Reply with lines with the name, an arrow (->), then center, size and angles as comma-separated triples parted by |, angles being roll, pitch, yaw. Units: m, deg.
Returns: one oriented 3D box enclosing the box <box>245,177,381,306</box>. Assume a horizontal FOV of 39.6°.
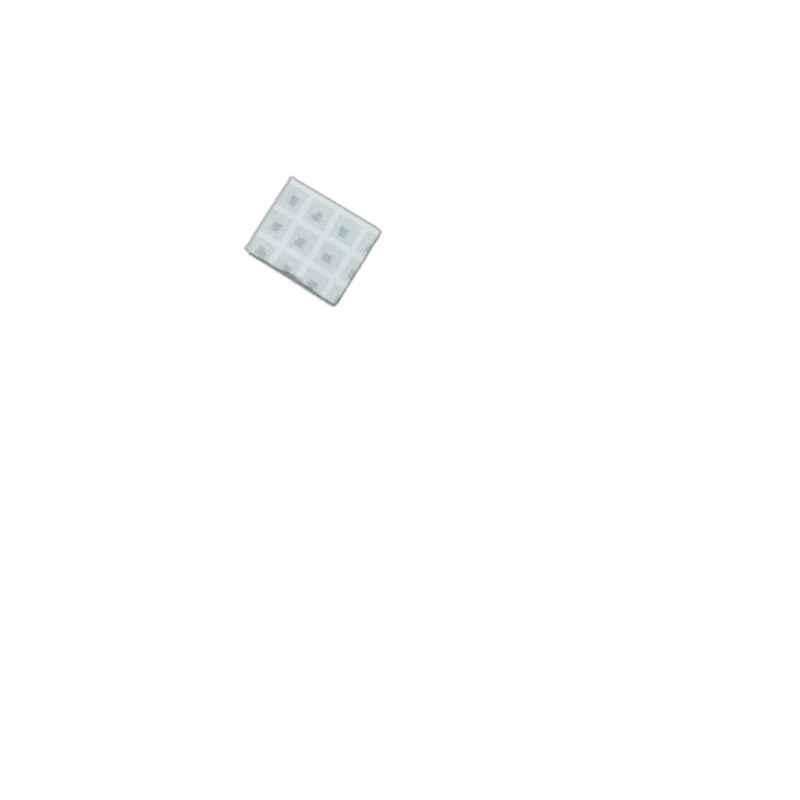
box -> -0.072, -0.132, 0.923 | 0.090, 0.074, 0.030 | 32, -5, 2
